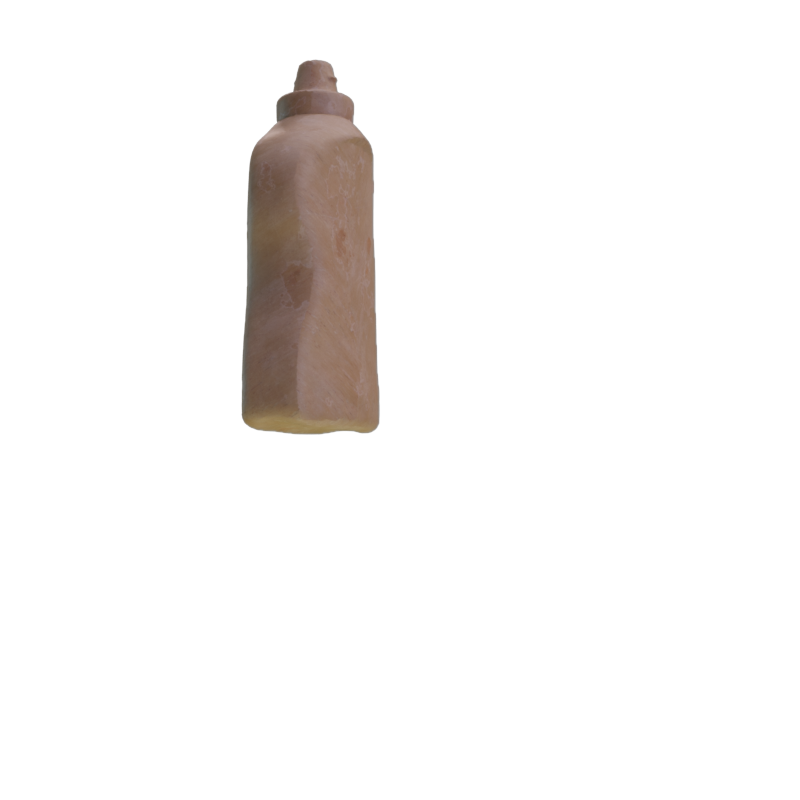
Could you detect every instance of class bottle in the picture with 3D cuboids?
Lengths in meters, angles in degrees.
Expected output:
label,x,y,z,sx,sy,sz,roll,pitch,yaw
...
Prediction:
label,x,y,z,sx,sy,sz,roll,pitch,yaw
bottle,-0.044,-0.081,0.567,0.060,0.197,0.091,-6,-12,24
